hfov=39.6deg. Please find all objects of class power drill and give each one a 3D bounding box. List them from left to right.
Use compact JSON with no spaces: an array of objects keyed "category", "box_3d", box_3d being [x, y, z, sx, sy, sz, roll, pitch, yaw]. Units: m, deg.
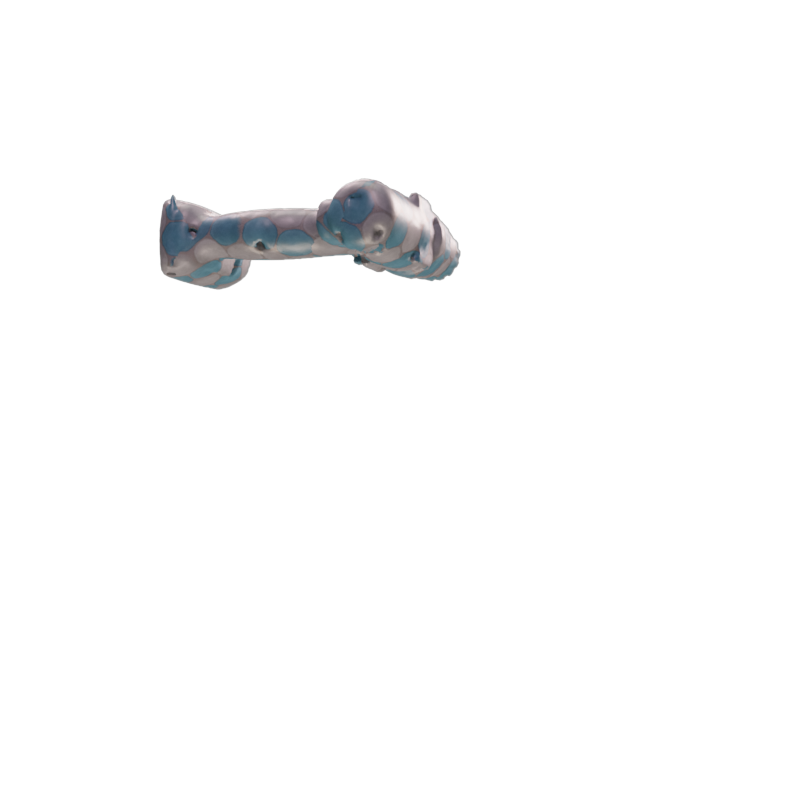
[{"category":"power drill","box_3d":[-0.062,-0.113,0.792,0.192,0.059,0.176,-2,-6,21]}]
